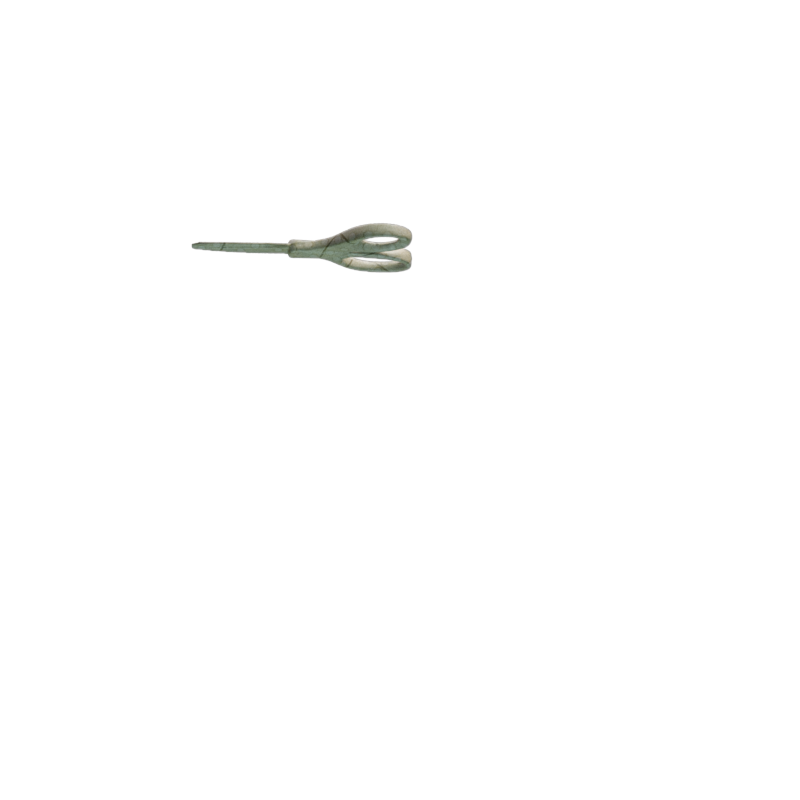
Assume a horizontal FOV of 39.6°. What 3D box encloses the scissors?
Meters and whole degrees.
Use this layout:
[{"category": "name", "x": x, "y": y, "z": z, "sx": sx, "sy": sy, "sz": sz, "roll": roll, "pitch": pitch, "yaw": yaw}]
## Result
[{"category": "scissors", "x": -0.078, "y": -0.142, "z": 0.992, "sx": 0.196, "sy": 0.016, "sz": 0.094, "roll": 6, "pitch": -18, "yaw": -19}]
